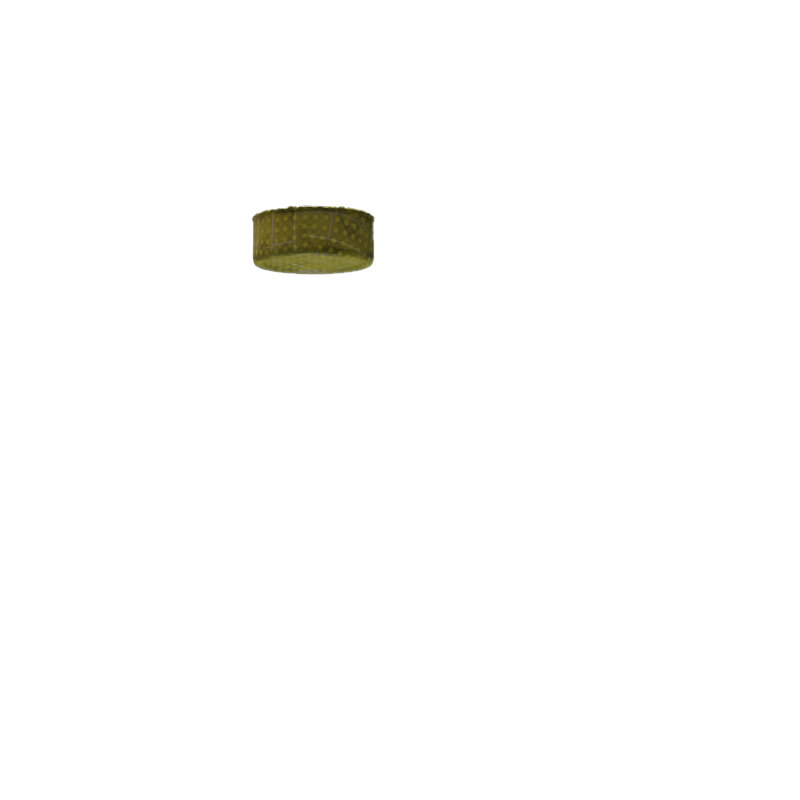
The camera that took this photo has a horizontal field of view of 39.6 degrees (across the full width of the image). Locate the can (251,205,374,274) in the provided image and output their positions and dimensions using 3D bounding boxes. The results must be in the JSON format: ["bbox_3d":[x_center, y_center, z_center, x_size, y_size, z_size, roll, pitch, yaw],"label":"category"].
[{"bbox_3d":[-0.060,-0.110,0.772,0.086,0.034,0.085,0,-4,-2],"label":"can"}]
